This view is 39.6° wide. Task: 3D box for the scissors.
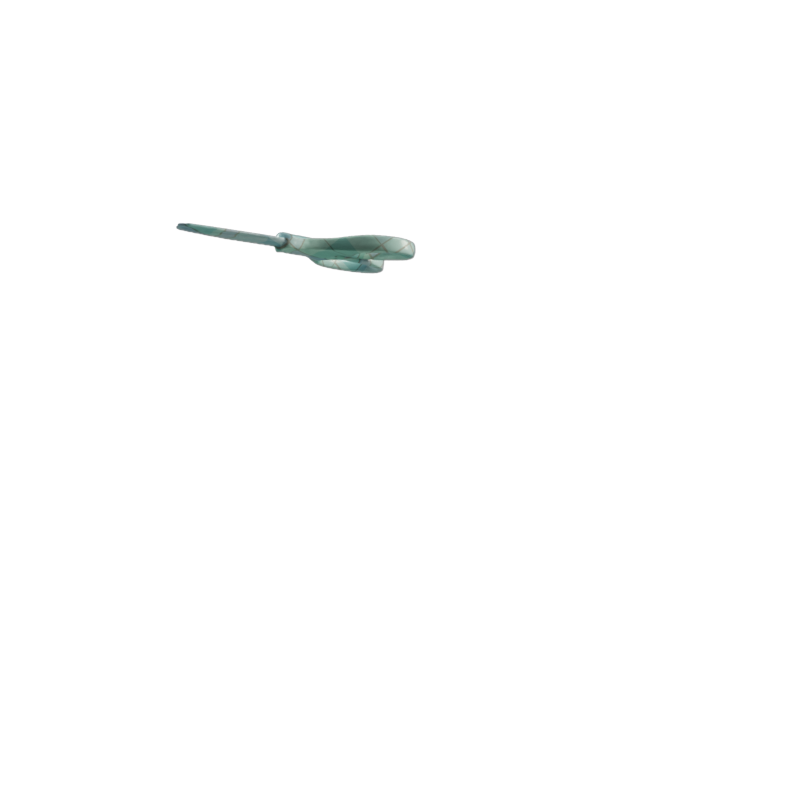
[{"bbox_3d":[-0.067,-0.122,0.855,0.099,0.016,0.191,-4,-7,37],"label":"scissors"}]
